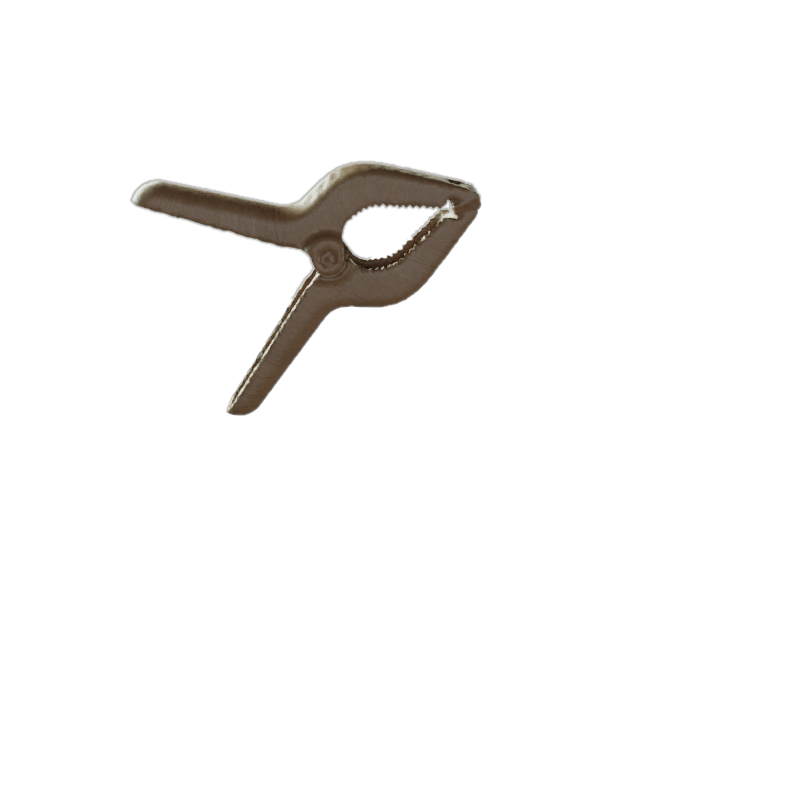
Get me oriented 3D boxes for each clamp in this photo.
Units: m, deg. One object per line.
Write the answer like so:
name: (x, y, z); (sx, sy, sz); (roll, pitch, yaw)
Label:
clamp: (-0.055, -0.100, 0.698); (0.210, 0.158, 0.038); (-27, 16, 8)
